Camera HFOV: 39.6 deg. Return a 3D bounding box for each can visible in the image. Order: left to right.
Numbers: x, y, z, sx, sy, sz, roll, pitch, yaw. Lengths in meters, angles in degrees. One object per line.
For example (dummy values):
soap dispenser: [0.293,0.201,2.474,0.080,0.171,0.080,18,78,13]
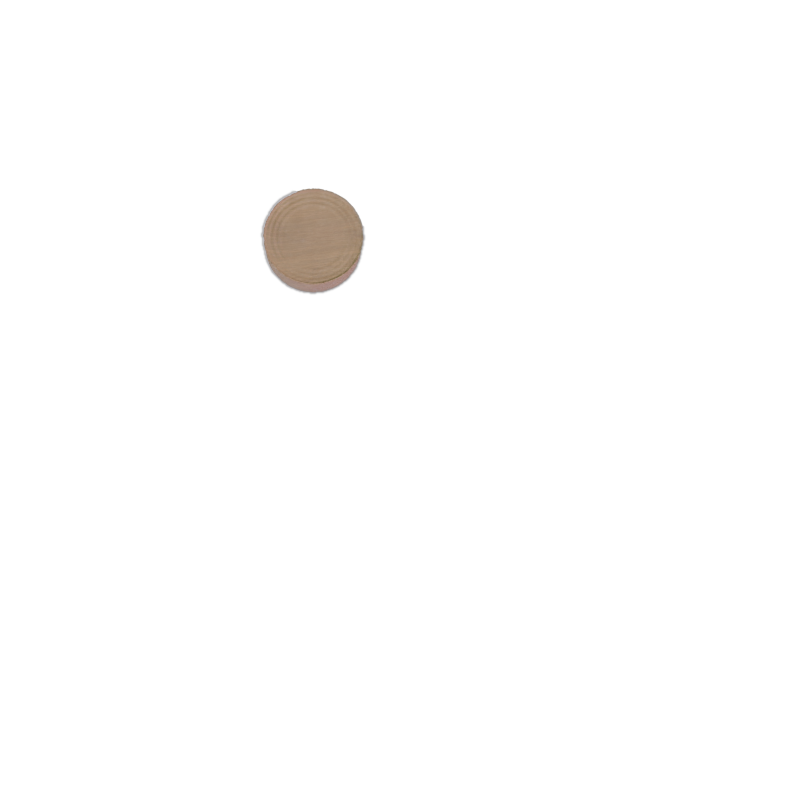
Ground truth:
can: [-0.075,-0.136,0.953,0.086,0.089,0.032,-1,-17,-1]
